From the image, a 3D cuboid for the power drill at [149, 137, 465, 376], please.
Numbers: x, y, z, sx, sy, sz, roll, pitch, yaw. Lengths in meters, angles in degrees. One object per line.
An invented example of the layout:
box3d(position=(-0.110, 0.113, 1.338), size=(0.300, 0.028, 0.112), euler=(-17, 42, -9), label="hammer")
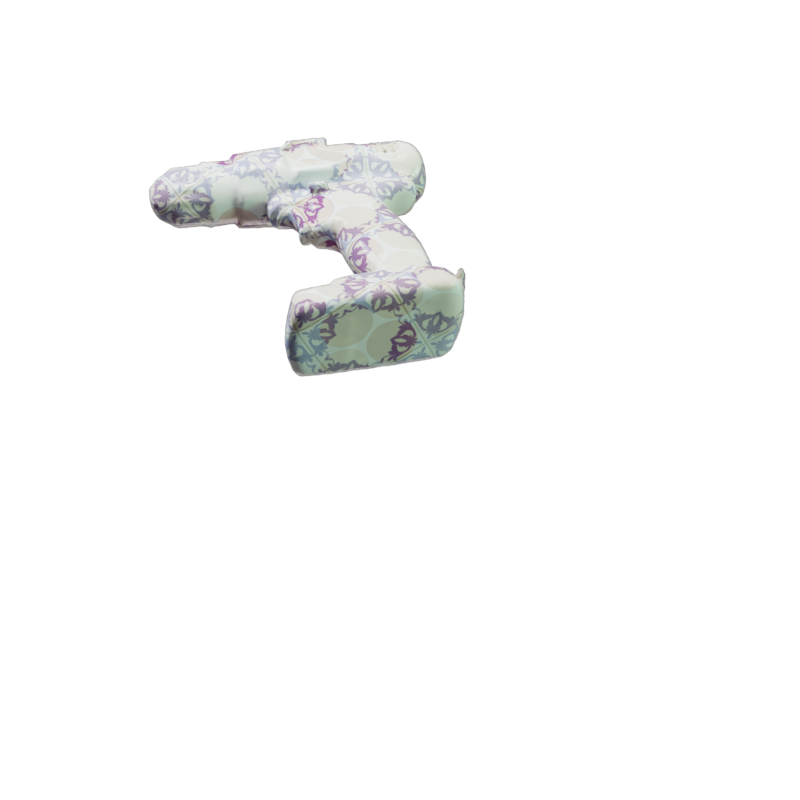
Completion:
box3d(position=(-0.053, -0.097, 0.681), size=(0.182, 0.053, 0.203), euler=(-10, 42, -12), label="power drill")
